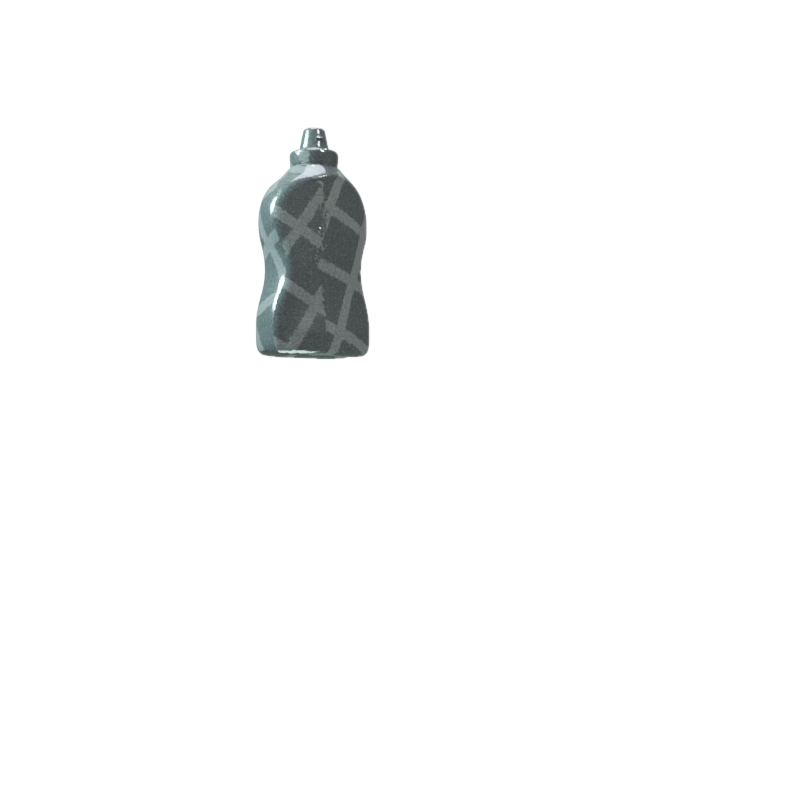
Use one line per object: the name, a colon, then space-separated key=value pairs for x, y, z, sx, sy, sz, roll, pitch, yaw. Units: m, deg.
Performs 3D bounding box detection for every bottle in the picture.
bottle: x=-0.072 y=-0.132 z=0.924 sx=0.092 sy=0.196 sz=0.059 roll=4 pitch=-10 yaw=-33
